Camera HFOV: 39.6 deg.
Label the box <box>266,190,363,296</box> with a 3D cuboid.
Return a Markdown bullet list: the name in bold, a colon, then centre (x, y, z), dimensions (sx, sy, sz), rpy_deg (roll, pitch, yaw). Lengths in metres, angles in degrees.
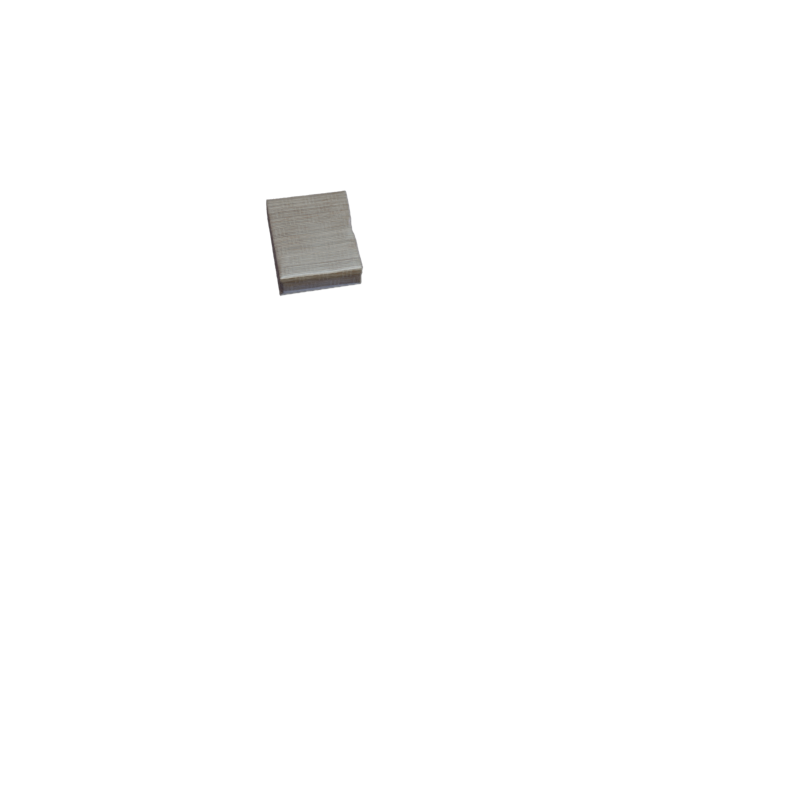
- **box**: centre (-0.076, -0.139, 0.972), dimensions (0.073, 0.096, 0.028), rpy_deg (-8, -32, -6)
